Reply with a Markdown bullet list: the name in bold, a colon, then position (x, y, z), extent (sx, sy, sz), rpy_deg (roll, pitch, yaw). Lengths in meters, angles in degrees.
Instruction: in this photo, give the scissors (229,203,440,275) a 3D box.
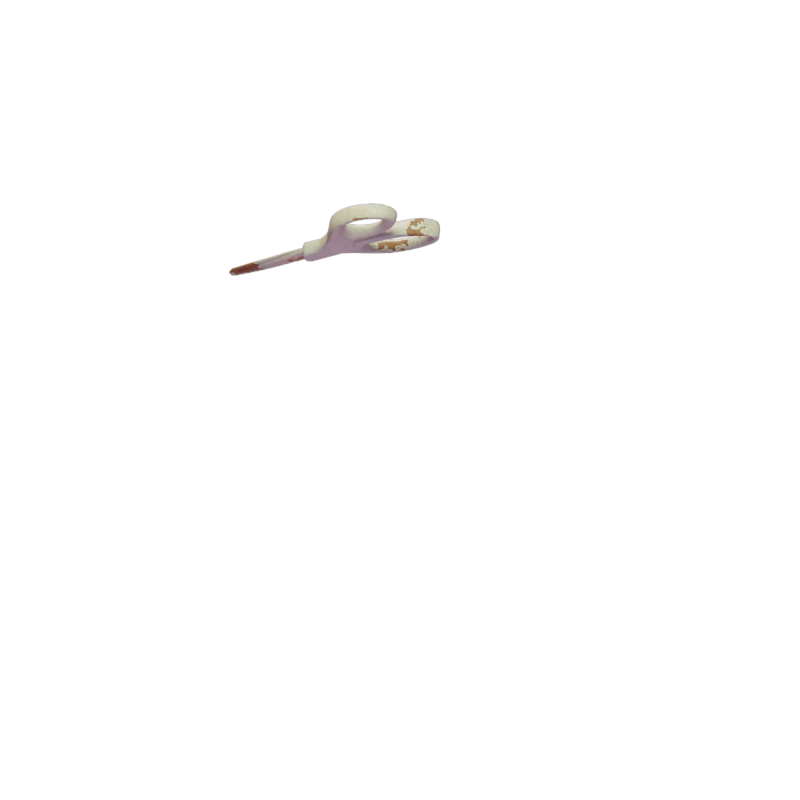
- **scissors**: position (-0.070, -0.127, 0.889), extent (0.206, 0.016, 0.091), rpy_deg (-5, -14, 22)
